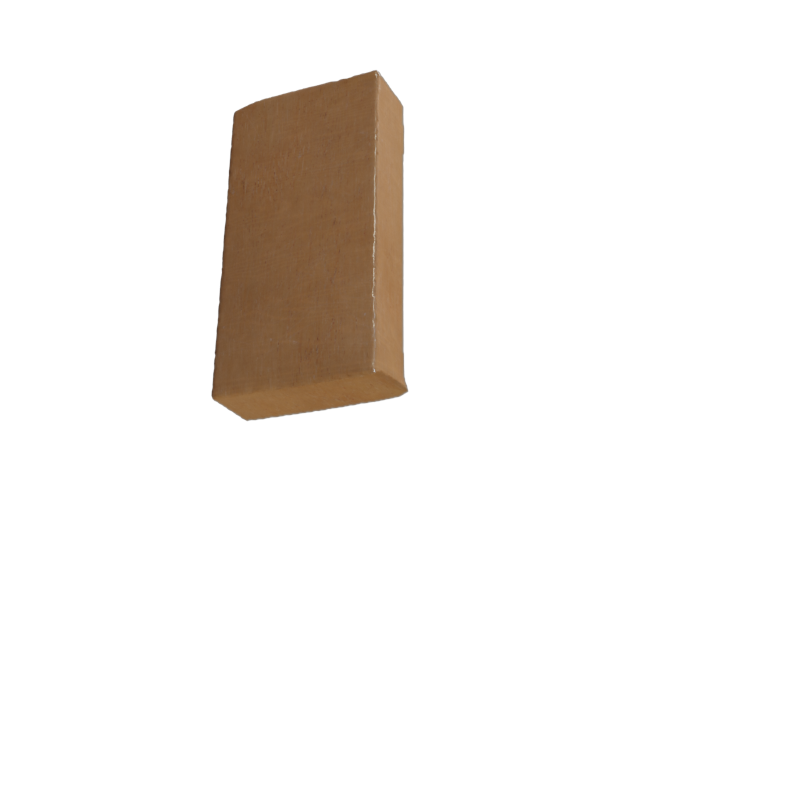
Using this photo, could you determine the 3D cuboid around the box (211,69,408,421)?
[{"bbox_3d":[-0.046,-0.084,0.585,0.095,0.186,0.045,-11,-26,21],"label":"box"}]
